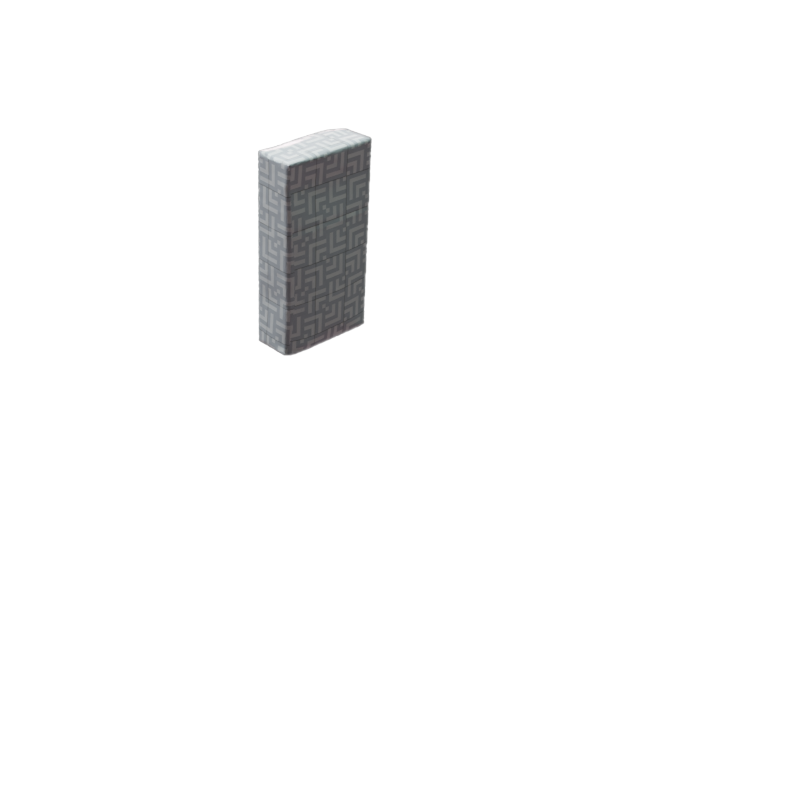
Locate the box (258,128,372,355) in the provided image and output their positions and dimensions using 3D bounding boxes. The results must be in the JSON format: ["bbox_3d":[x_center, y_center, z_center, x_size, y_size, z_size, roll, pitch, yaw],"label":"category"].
[{"bbox_3d":[-0.072,-0.132,0.923,0.051,0.167,0.092,25,35,39],"label":"box"}]
